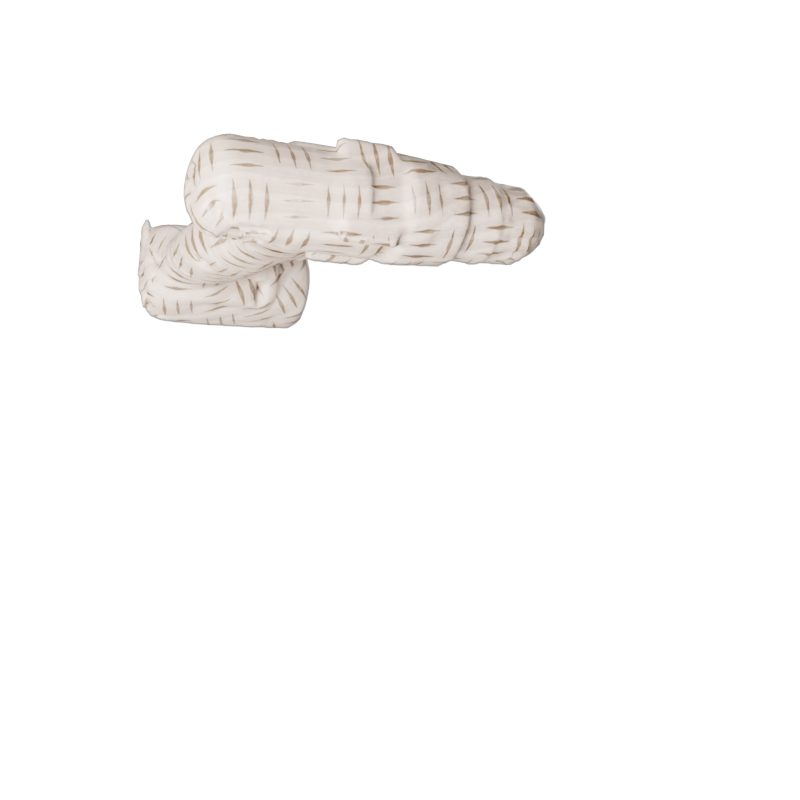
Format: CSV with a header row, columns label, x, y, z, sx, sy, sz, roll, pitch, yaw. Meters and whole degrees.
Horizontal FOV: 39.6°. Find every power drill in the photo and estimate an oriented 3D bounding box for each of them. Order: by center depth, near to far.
label,x,y,z,sx,sy,sz,roll,pitch,yaw
power drill,-0.045,-0.082,0.577,0.177,0.059,0.188,6,-13,-28
